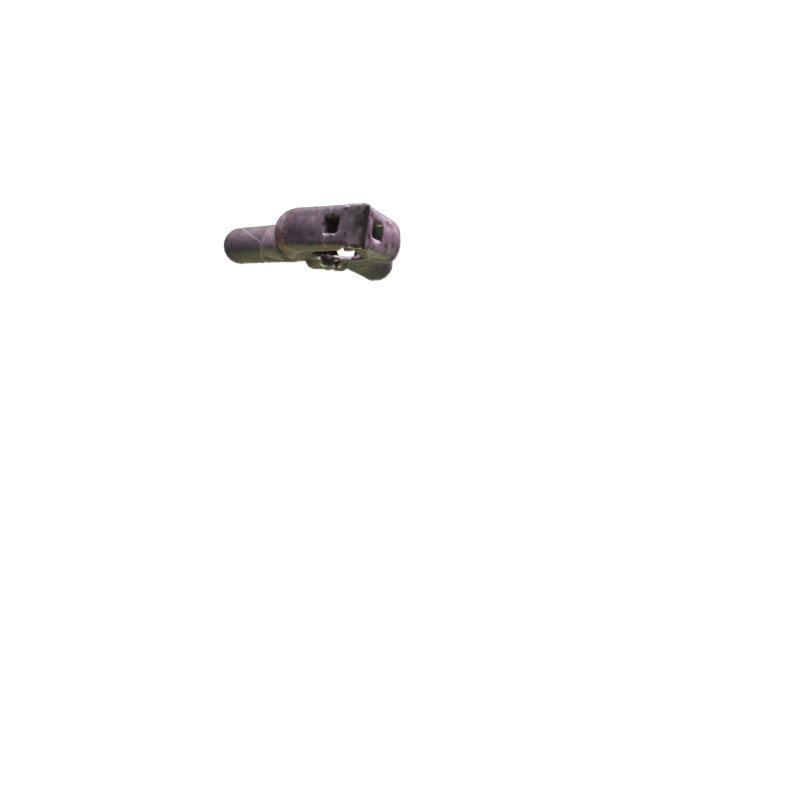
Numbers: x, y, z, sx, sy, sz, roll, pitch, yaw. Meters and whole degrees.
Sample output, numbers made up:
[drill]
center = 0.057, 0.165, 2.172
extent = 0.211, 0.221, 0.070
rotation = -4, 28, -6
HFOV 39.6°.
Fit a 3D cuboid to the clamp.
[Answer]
[clamp]
center = -0.056, -0.103, 0.721
extent = 0.119, 0.040, 0.170
rotation = 0, -3, -6
